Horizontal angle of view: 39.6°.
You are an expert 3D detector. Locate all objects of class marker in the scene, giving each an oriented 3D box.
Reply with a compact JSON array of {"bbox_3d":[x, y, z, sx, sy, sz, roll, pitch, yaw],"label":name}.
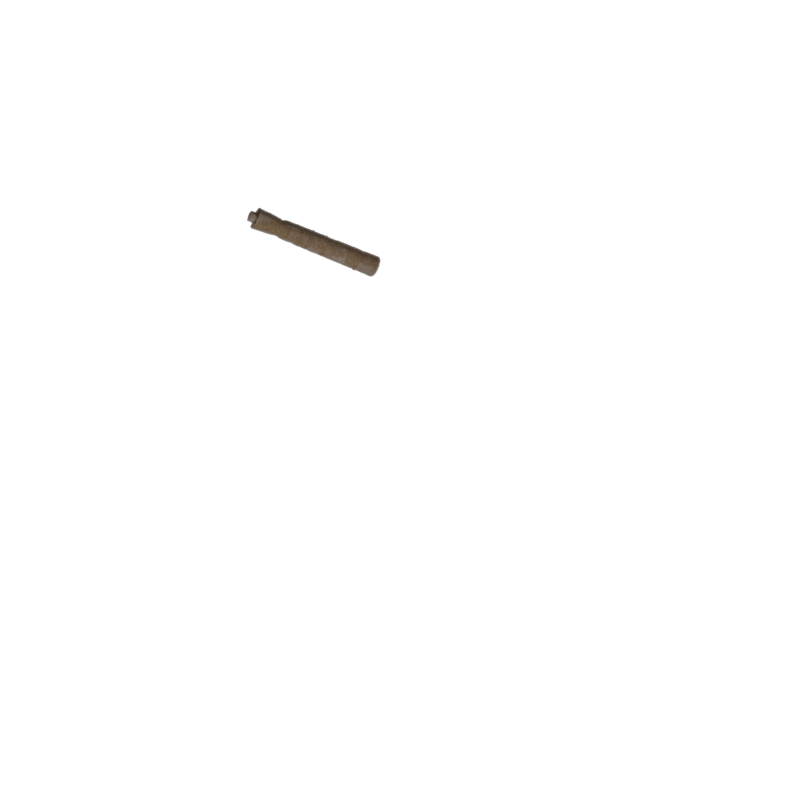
[{"bbox_3d":[-0.074,-0.135,0.947,0.117,0.020,0.020,20,-2,-15],"label":"marker"}]
